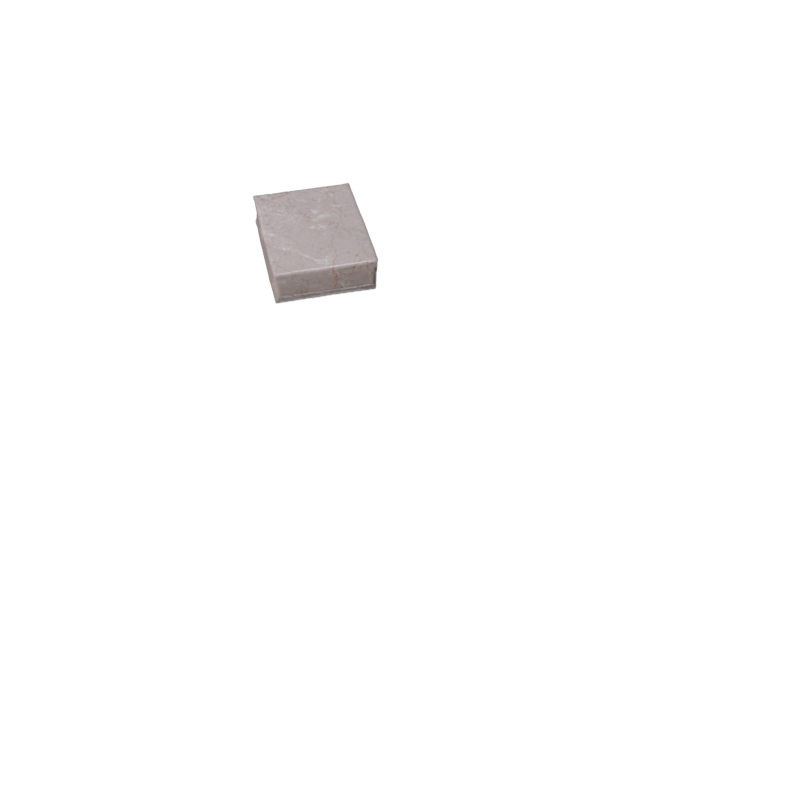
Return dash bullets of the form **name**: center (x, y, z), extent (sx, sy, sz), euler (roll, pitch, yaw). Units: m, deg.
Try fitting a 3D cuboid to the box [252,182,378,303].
- **box**: center (-0.076, -0.139, 0.971), extent (0.089, 0.036, 0.123), euler (-9, 44, -10)
